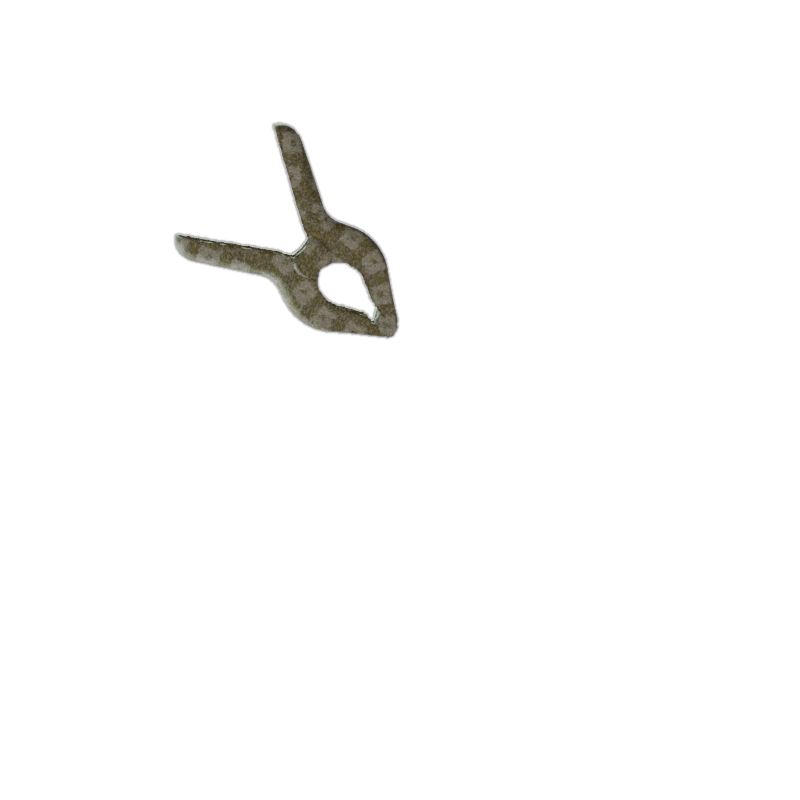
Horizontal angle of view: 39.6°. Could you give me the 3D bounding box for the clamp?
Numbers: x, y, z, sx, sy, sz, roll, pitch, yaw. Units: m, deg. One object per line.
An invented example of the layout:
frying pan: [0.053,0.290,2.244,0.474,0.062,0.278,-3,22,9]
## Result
clamp: [-0.063,-0.115,0.802,0.168,0.118,0.040,33,11,-7]
